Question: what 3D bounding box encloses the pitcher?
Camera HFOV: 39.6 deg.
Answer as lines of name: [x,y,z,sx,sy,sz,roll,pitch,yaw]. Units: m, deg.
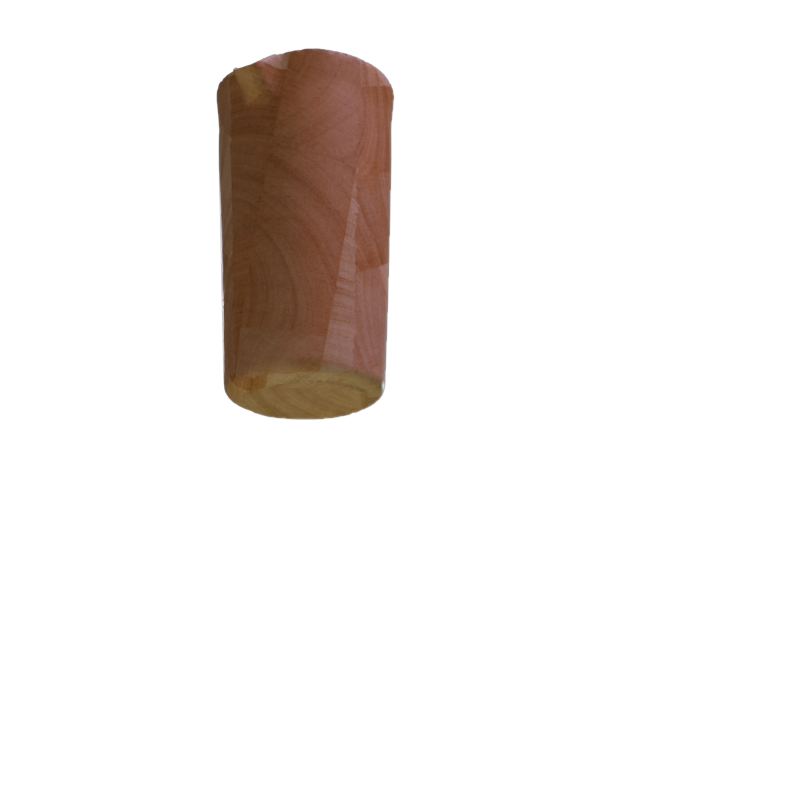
pitcher: [-0.062,-0.113,0.793,0.145,0.256,0.141,6,-23,-17]
